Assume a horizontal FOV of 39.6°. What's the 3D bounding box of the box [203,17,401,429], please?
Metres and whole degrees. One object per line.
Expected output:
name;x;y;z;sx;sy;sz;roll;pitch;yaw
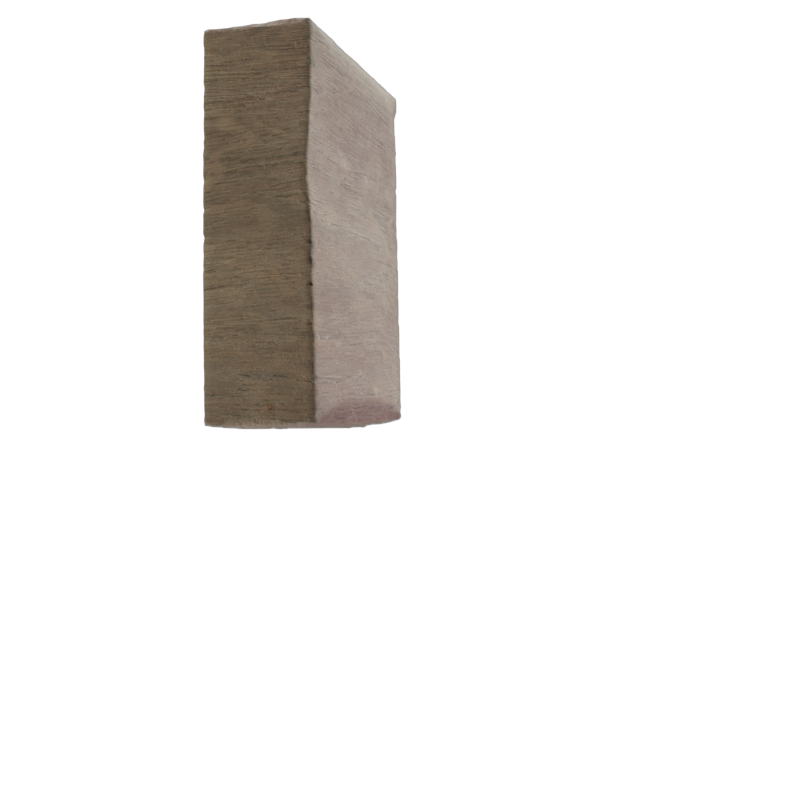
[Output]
box;-0.050;-0.092;0.644;0.073;0.218;0.158;-3;-7;17
